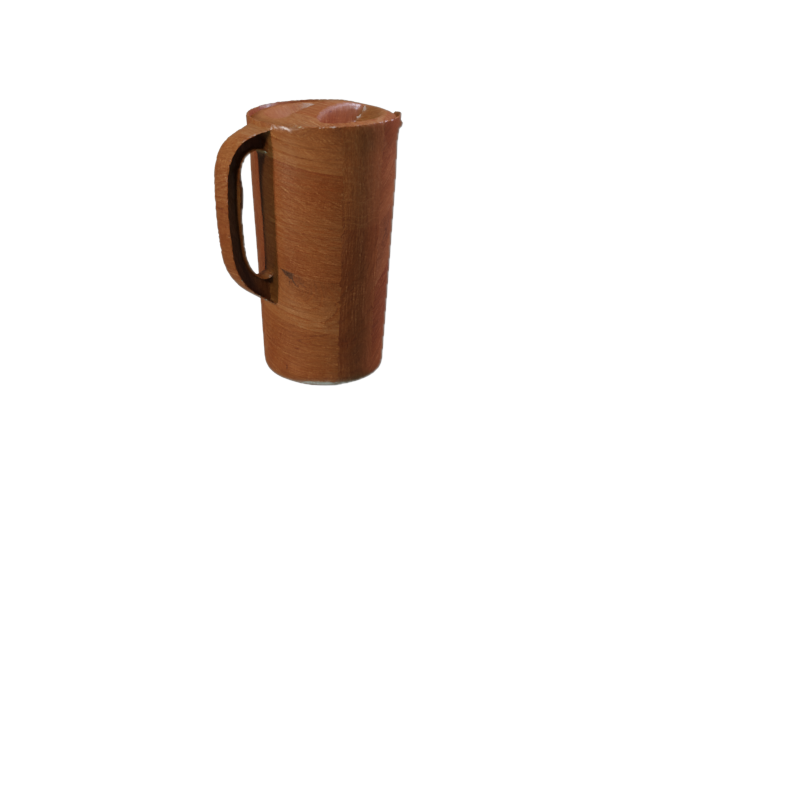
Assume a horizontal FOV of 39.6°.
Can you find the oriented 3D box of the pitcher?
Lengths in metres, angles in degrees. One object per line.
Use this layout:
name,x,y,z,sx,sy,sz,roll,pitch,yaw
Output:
pitcher,-0.076,-0.139,0.976,0.150,0.233,0.150,3,19,5
